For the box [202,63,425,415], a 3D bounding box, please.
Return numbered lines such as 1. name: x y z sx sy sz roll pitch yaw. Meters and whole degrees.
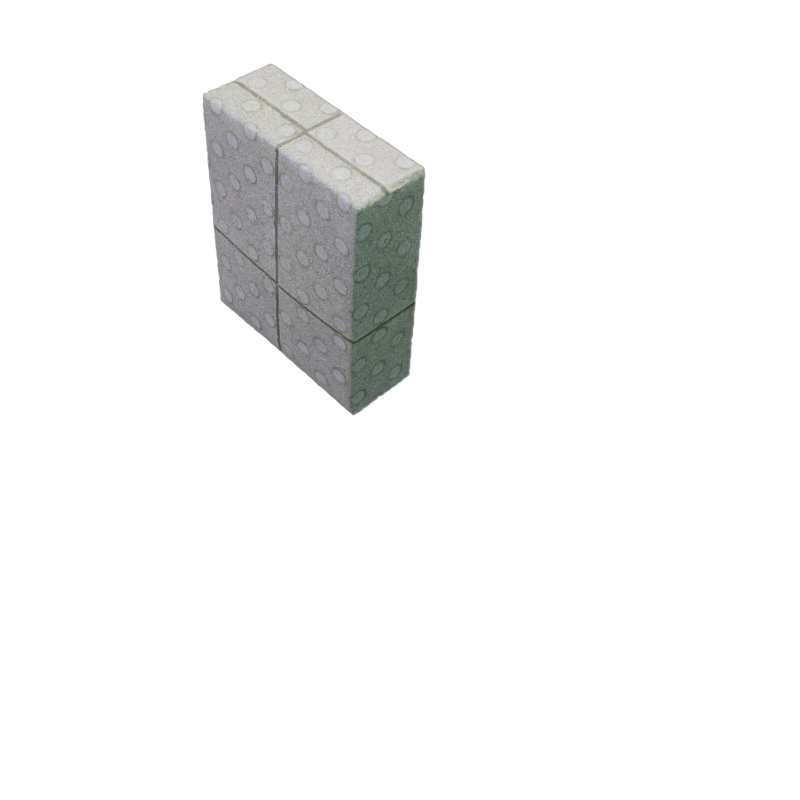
1. box: -0.064 -0.117 0.817 0.072 0.199 0.175 -32 56 -28
